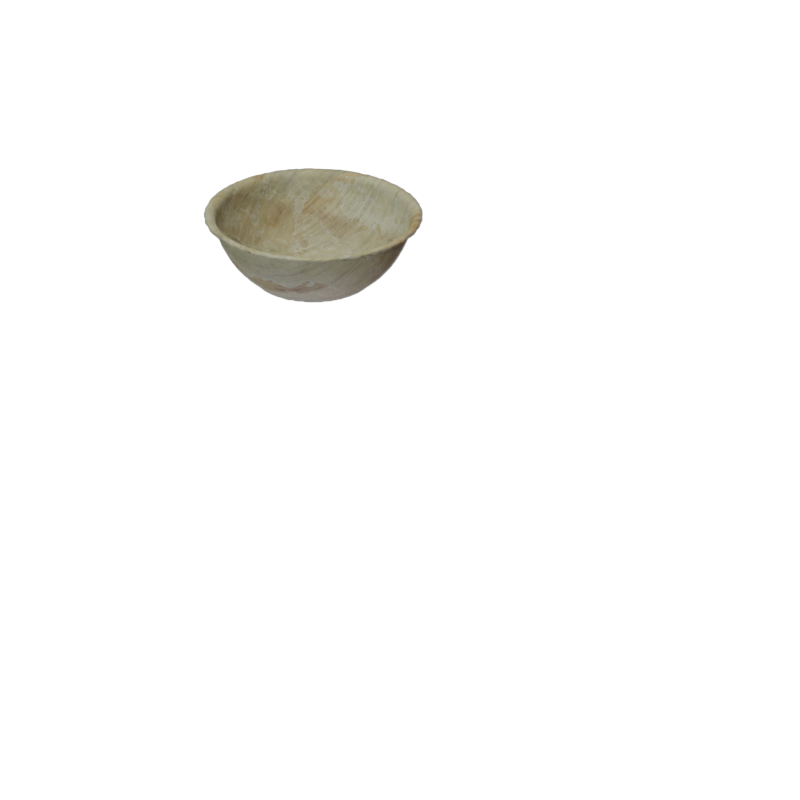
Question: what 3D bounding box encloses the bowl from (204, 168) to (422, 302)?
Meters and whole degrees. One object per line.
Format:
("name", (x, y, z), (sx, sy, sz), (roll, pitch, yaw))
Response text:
("bowl", (-0.065, -0.119, 0.830), (0.162, 0.052, 0.172), (-1, 32, -2))
